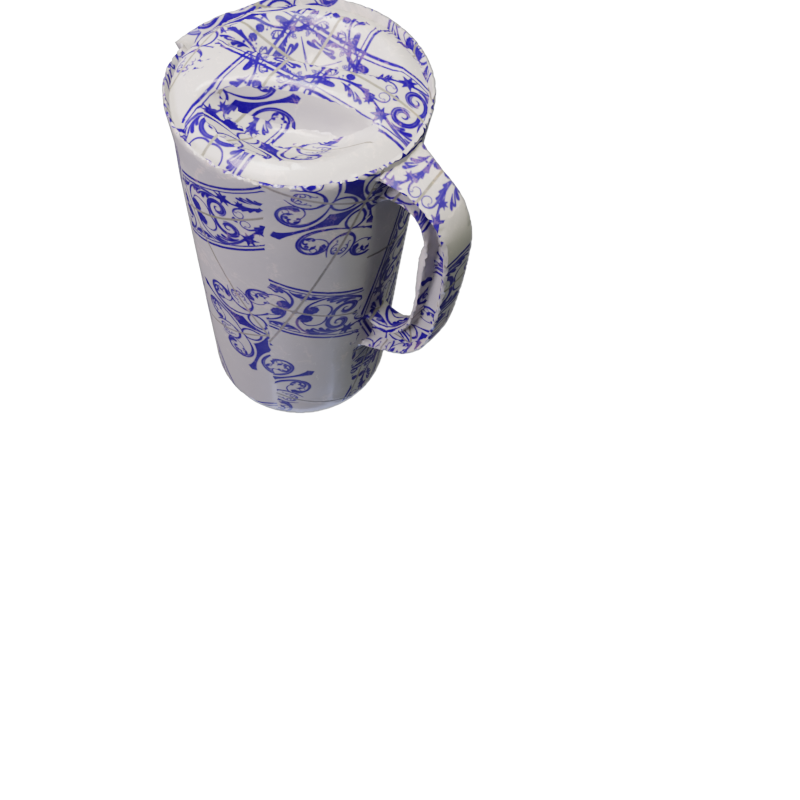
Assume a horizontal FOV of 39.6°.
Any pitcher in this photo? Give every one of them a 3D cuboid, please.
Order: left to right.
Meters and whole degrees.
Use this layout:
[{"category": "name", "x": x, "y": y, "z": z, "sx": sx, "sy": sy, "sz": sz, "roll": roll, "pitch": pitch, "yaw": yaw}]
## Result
[{"category": "pitcher", "x": -0.049, "y": -0.089, "z": 0.622, "sx": 0.144, "sy": 0.160, "sz": 0.227, "roll": -2, "pitch": -33, "yaw": -5}]
